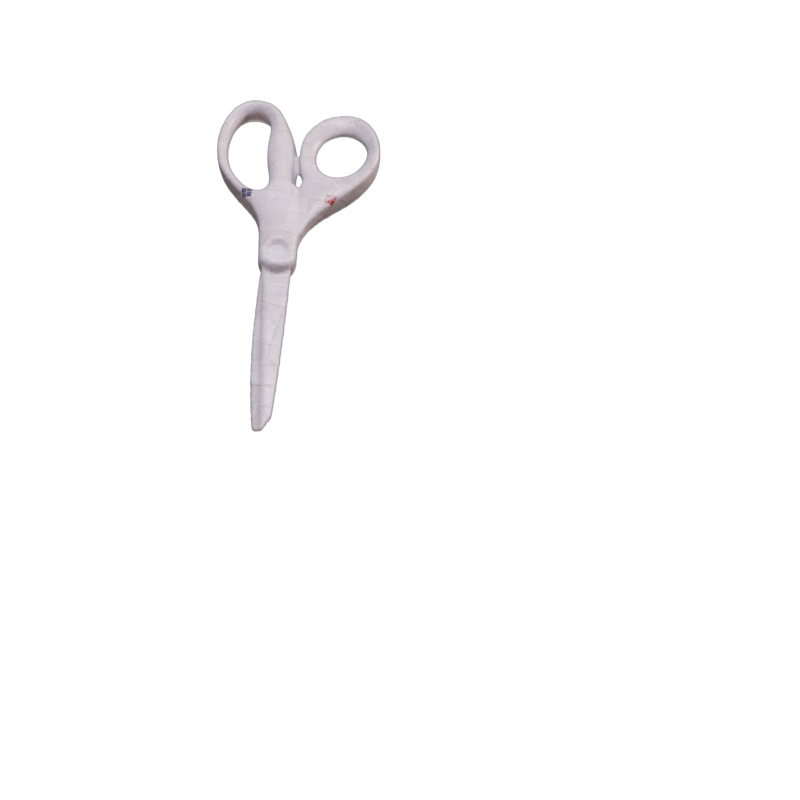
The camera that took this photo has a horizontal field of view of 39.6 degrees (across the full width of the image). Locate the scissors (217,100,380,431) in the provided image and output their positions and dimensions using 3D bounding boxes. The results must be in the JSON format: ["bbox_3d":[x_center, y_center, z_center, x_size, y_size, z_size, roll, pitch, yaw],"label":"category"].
[{"bbox_3d":[-0.043,-0.079,0.556,0.095,0.217,0.015,-11,-35,-8],"label":"scissors"}]
